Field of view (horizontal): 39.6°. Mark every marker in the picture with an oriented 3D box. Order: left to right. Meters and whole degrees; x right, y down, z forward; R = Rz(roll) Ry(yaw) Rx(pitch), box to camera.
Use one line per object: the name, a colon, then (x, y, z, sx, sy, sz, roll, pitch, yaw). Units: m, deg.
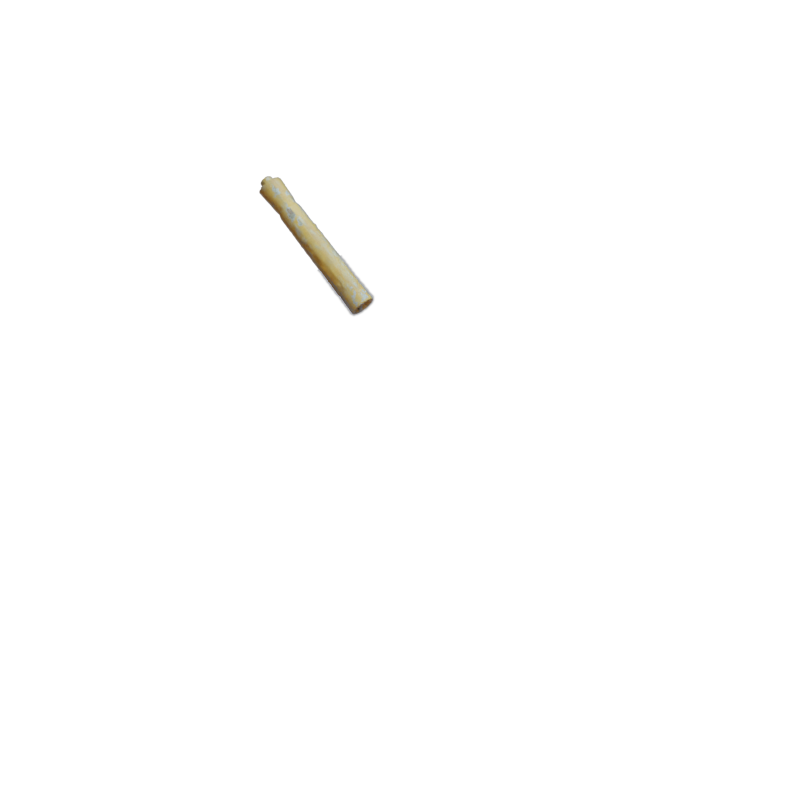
marker: (-0.062, -0.112, 0.788, 0.020, 0.127, 0.019, -33, -18, -13)
